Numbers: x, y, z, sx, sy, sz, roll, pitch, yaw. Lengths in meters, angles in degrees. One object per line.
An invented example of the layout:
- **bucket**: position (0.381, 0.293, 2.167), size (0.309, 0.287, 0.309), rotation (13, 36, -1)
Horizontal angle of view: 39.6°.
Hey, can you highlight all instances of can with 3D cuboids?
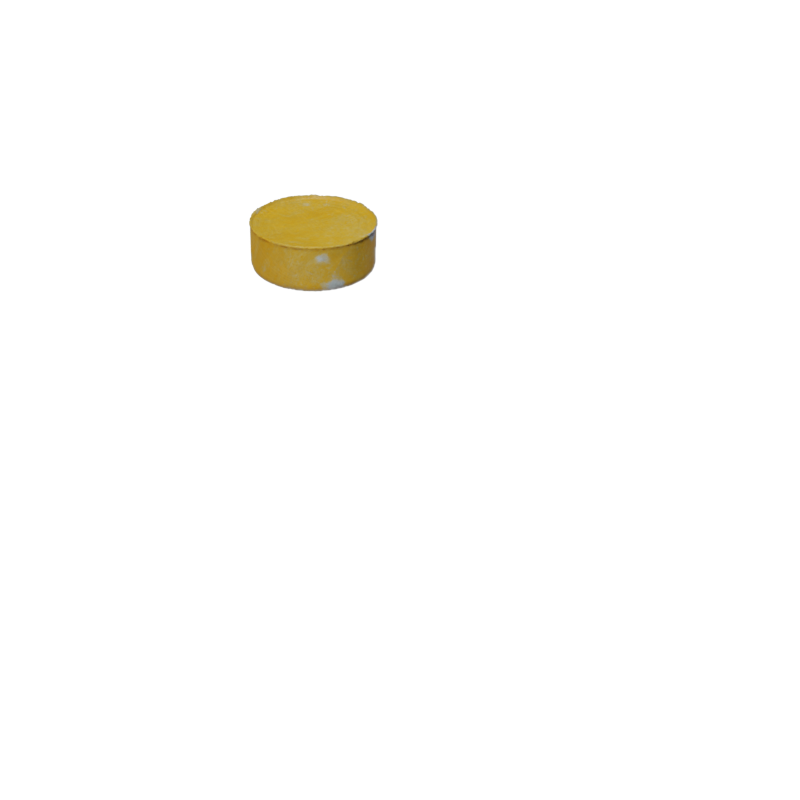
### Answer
- **can**: position (-0.058, -0.107, 0.746), size (0.086, 0.032, 0.091), rotation (-1, 31, -2)
